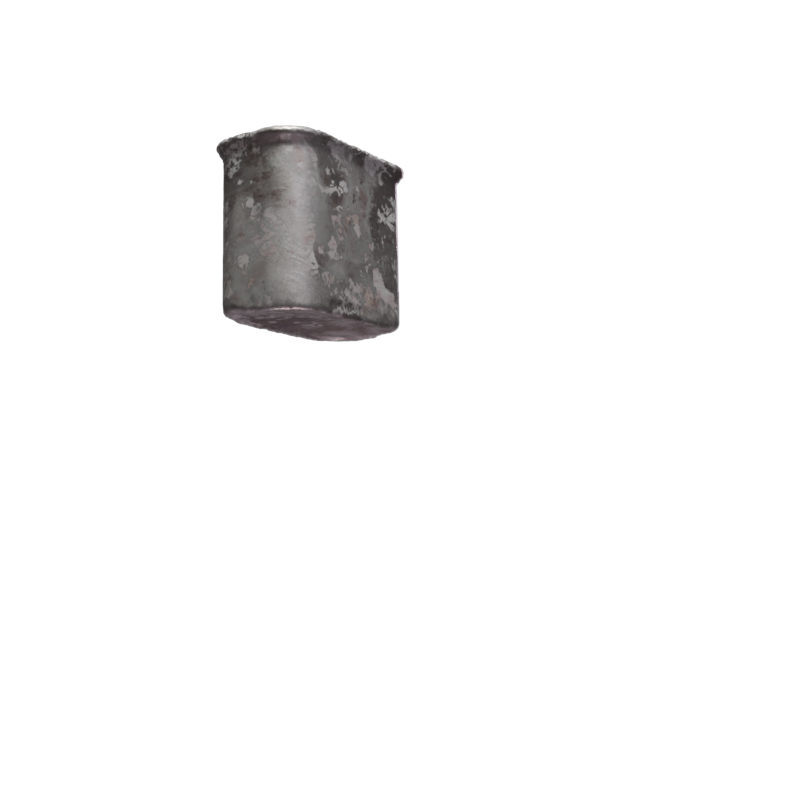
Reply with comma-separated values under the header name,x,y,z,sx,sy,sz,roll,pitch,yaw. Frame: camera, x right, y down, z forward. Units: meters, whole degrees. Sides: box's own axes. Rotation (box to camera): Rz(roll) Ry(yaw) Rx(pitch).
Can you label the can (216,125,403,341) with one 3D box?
name,x,y,z,sx,sy,sz,roll,pitch,yaw
can,-0.042,-0.076,0.535,0.059,0.086,0.096,-8,-12,33
